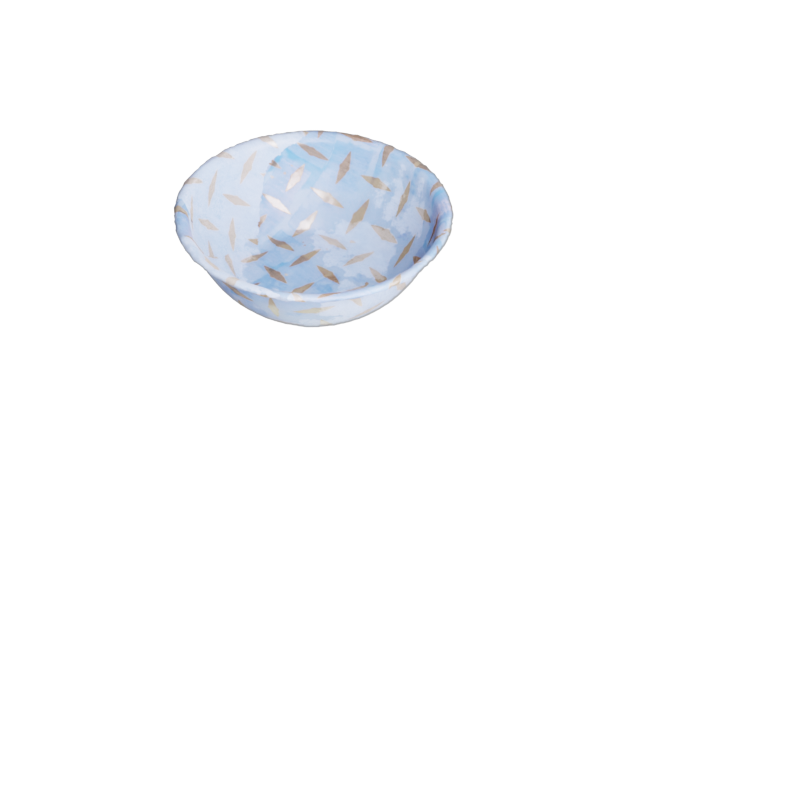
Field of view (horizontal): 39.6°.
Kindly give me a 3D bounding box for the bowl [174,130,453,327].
[{"bbox_3d":[-0.052,-0.094,0.658,0.162,0.051,0.174,-1,43,-1],"label":"bowl"}]
